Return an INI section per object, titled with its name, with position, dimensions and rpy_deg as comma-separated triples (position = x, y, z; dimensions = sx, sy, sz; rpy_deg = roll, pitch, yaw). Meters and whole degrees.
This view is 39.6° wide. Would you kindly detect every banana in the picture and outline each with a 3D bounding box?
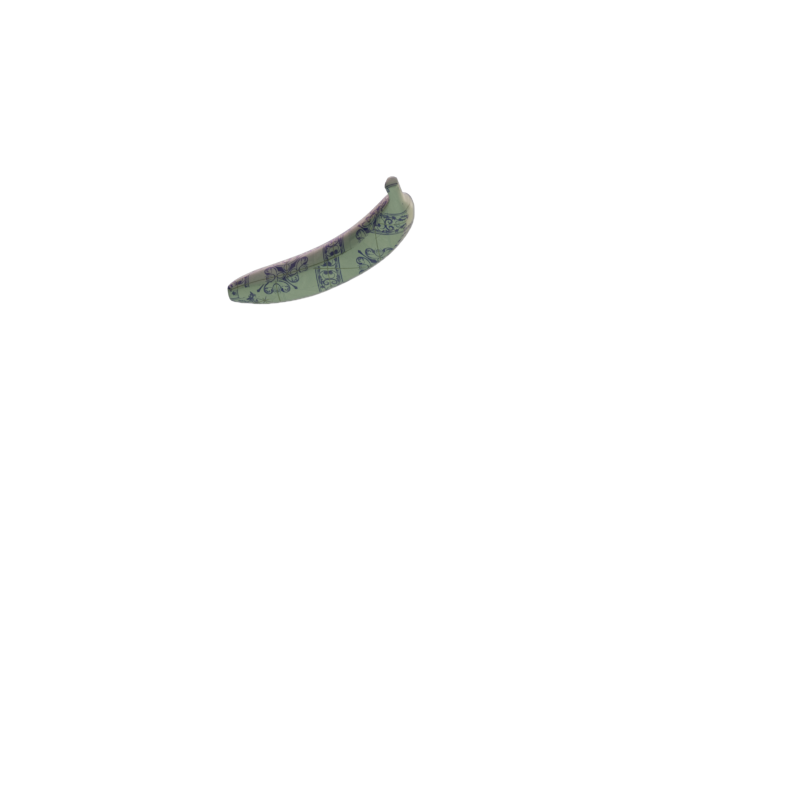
[banana]
position = -0.054, -0.122, 0.901
dimensions = 0.197, 0.039, 0.065
rpy_deg = -30, -46, 33
